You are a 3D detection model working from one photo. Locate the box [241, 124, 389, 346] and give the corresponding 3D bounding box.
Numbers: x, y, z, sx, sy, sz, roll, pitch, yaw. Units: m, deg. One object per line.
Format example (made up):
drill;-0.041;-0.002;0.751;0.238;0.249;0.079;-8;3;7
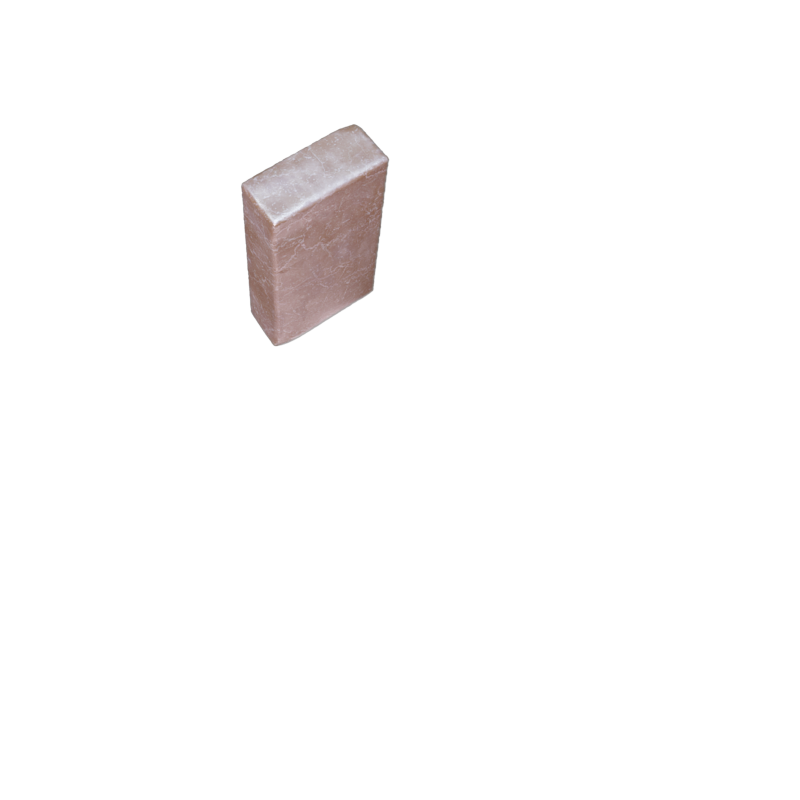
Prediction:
box;-0.061;-0.111;0.778;0.093;0.051;0.166;-32;-21;-19
